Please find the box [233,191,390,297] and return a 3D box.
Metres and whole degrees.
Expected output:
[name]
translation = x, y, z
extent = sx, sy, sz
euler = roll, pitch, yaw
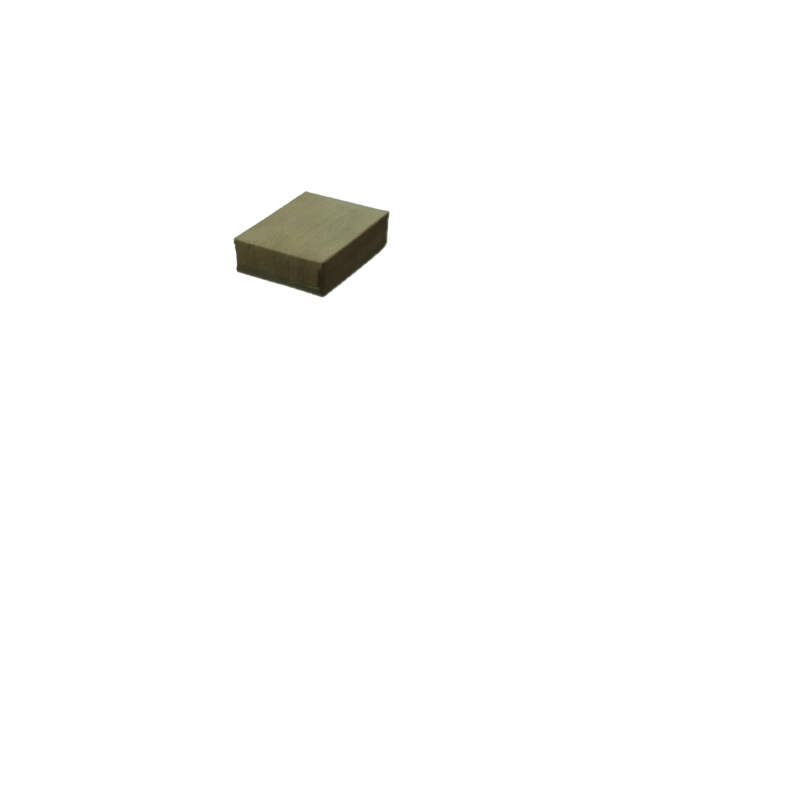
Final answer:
[box]
translation = -0.074, -0.136, 0.952
extent = 0.094, 0.037, 0.115
euler = 17, 36, 26
